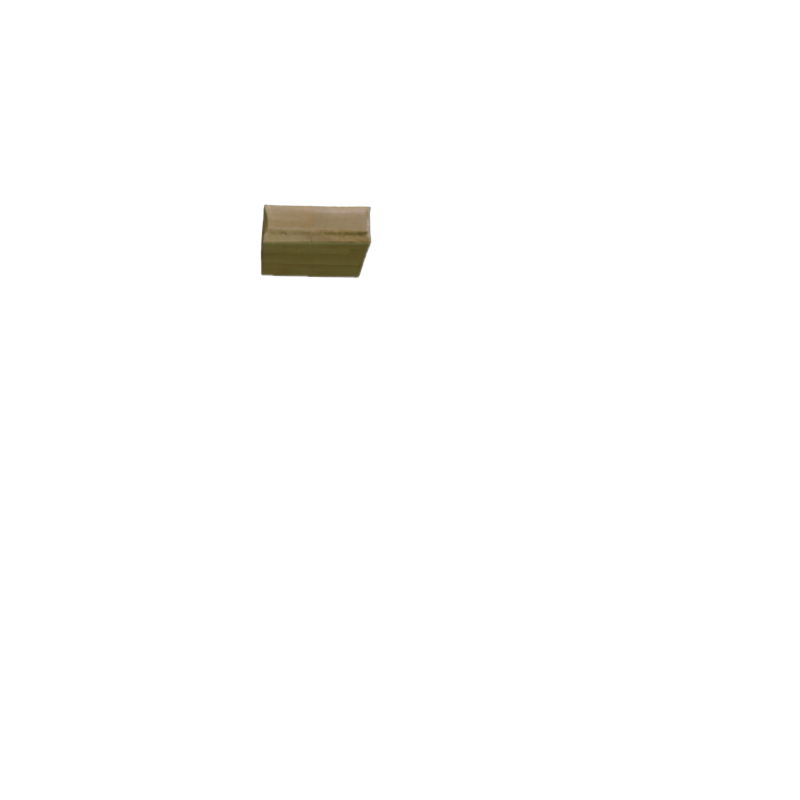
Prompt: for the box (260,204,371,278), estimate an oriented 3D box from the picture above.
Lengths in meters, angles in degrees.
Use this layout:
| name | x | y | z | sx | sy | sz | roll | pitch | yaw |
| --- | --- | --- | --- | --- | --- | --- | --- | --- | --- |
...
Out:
| name | x | y | z | sx | sy | sz | roll | pitch | yaw |
| --- | --- | --- | --- | --- | --- | --- | --- | --- | --- |
| box | -0.061 | -0.111 | 0.776 | 0.073 | 0.031 | 0.087 | 1 | -10 | -5 |
